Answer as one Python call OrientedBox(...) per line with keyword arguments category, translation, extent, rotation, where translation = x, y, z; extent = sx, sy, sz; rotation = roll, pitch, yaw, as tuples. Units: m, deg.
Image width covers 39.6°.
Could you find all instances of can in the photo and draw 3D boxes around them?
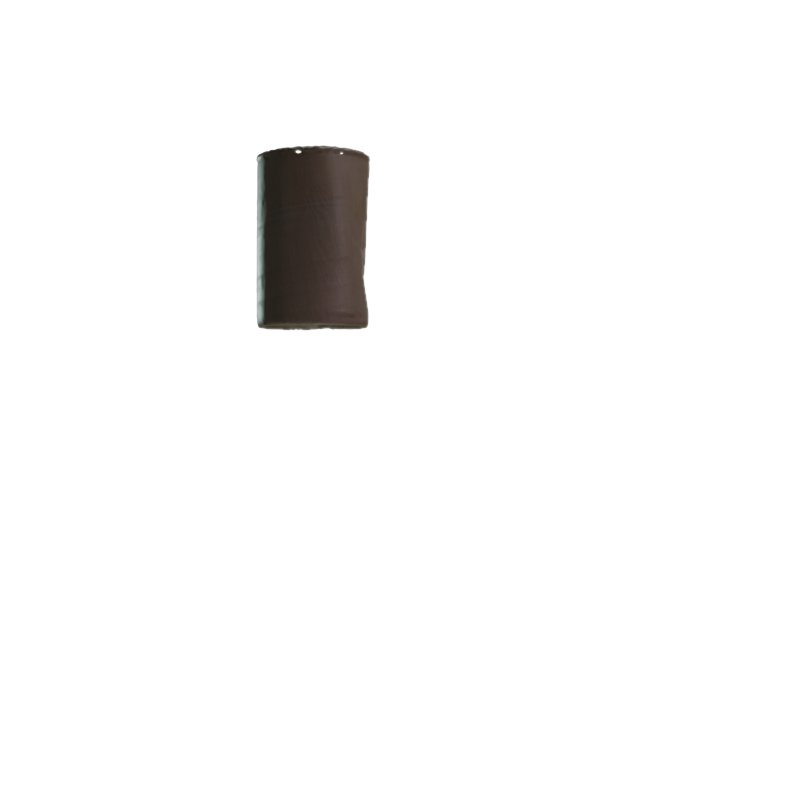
OrientedBox(category="can", translation=(-0.052, -0.094, 0.658), extent=(0.068, 0.104, 0.068), rotation=(0, -5, -2))
